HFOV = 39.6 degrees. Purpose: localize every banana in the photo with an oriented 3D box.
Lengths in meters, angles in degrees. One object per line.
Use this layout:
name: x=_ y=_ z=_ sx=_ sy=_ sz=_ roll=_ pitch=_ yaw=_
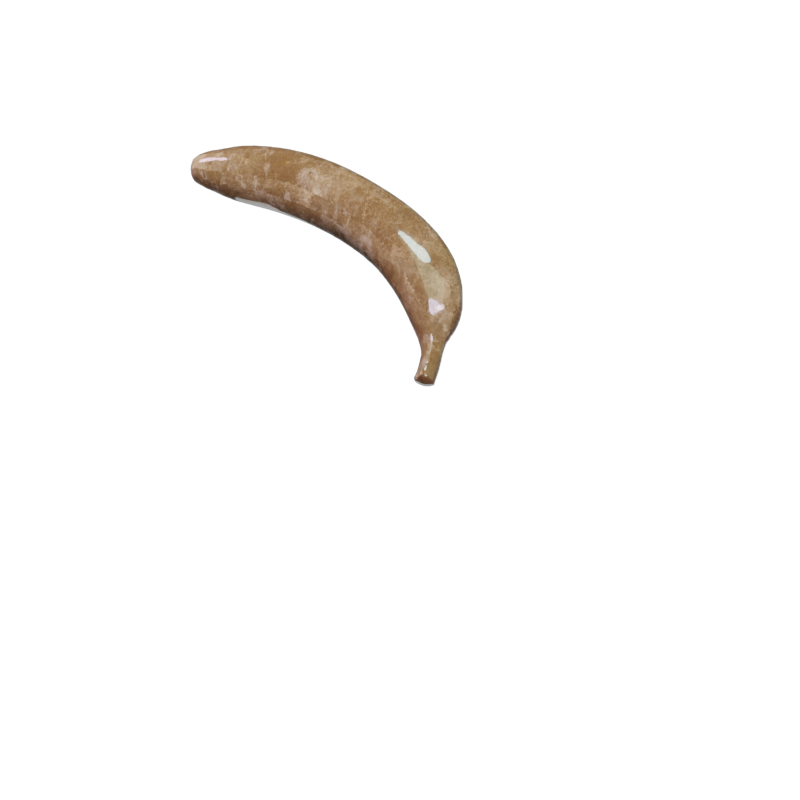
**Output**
banana: x=-0.032 y=-0.095 z=0.611 sx=0.070 sy=0.034 sz=0.210 roll=-36 pitch=61 yaw=-24
